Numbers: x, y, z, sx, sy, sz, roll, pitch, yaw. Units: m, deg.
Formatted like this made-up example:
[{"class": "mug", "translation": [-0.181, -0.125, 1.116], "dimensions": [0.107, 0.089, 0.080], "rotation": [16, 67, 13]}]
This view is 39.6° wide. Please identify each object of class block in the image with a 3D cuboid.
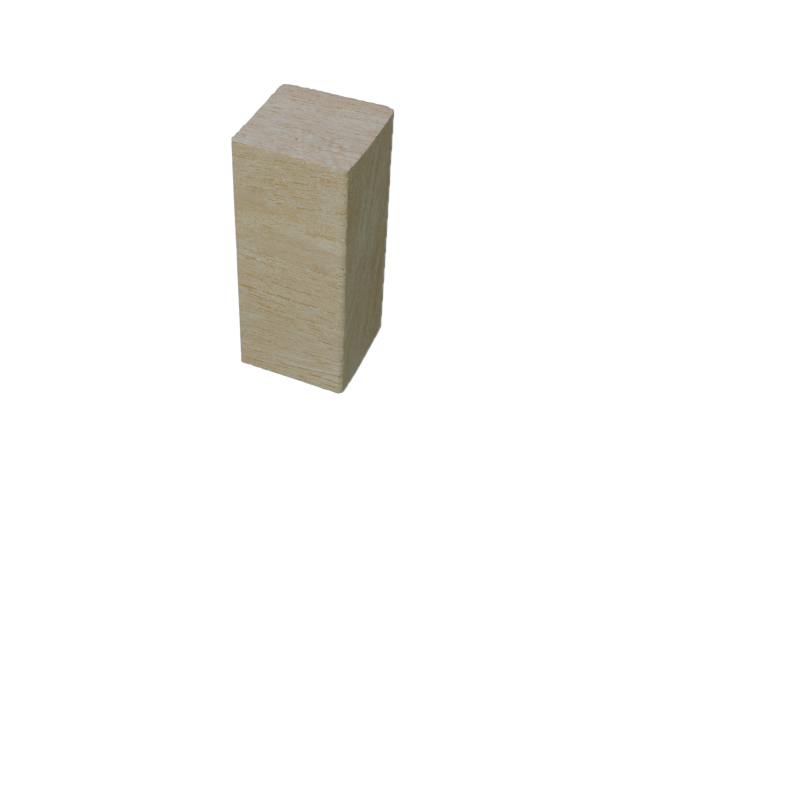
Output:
[{"class": "block", "translation": [-0.064, -0.119, 0.830], "dimensions": [0.094, 0.192, 0.094], "rotation": [17, 43, 15]}]
